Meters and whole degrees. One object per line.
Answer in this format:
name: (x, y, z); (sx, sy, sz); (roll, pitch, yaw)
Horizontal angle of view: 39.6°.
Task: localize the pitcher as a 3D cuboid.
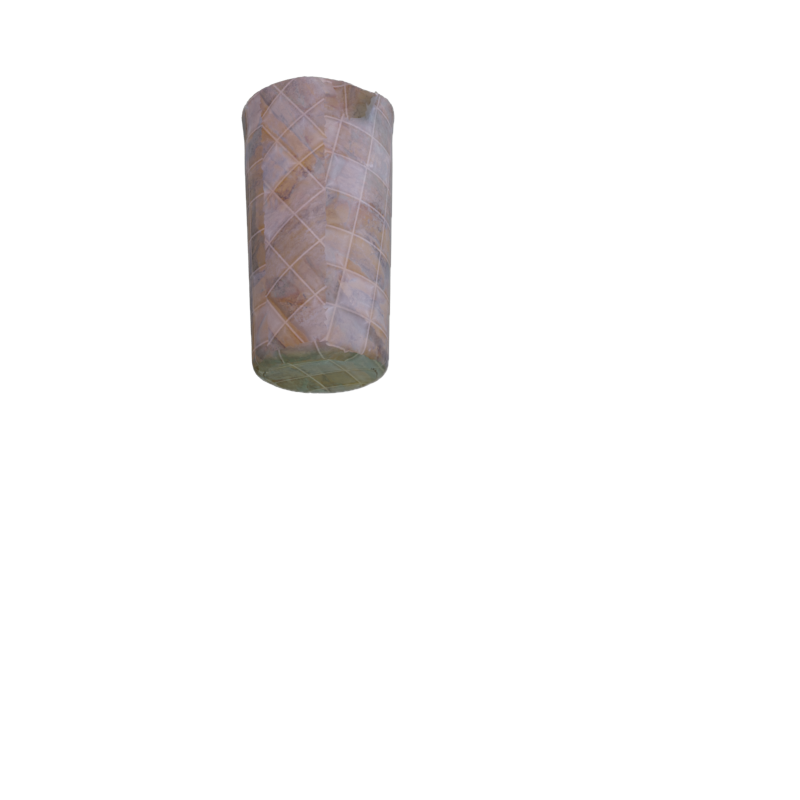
pitcher: (-0.072, -0.132, 0.925); (0.147, 0.256, 0.140); (-6, -23, 10)
